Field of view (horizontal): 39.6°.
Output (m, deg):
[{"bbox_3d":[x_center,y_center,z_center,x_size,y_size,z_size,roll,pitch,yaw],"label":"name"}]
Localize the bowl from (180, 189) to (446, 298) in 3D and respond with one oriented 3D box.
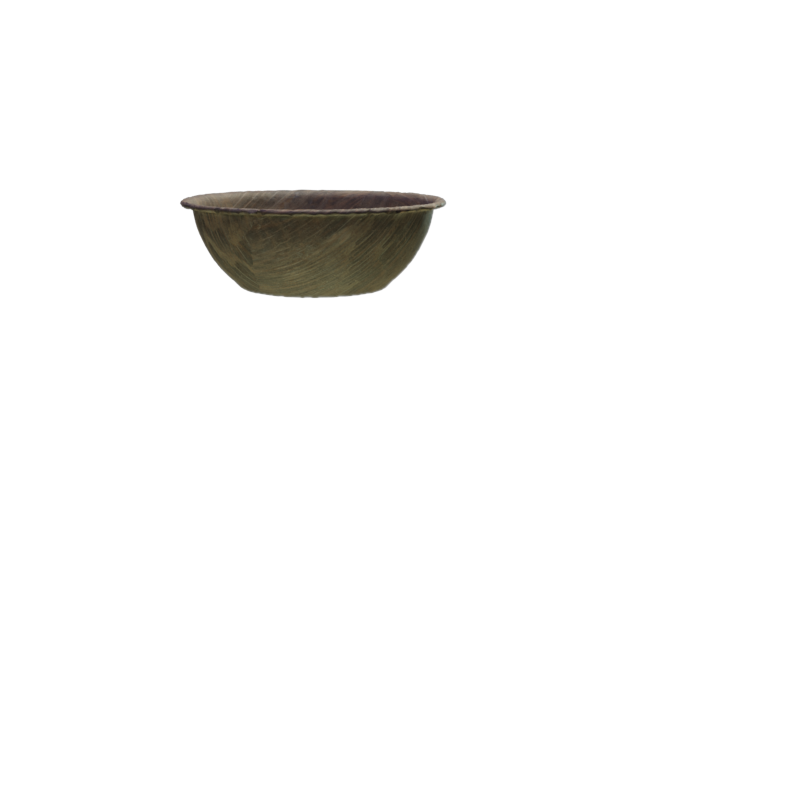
[{"bbox_3d":[-0.053,-0.097,0.680,0.162,0.054,0.167,0,14,-2],"label":"bowl"}]
